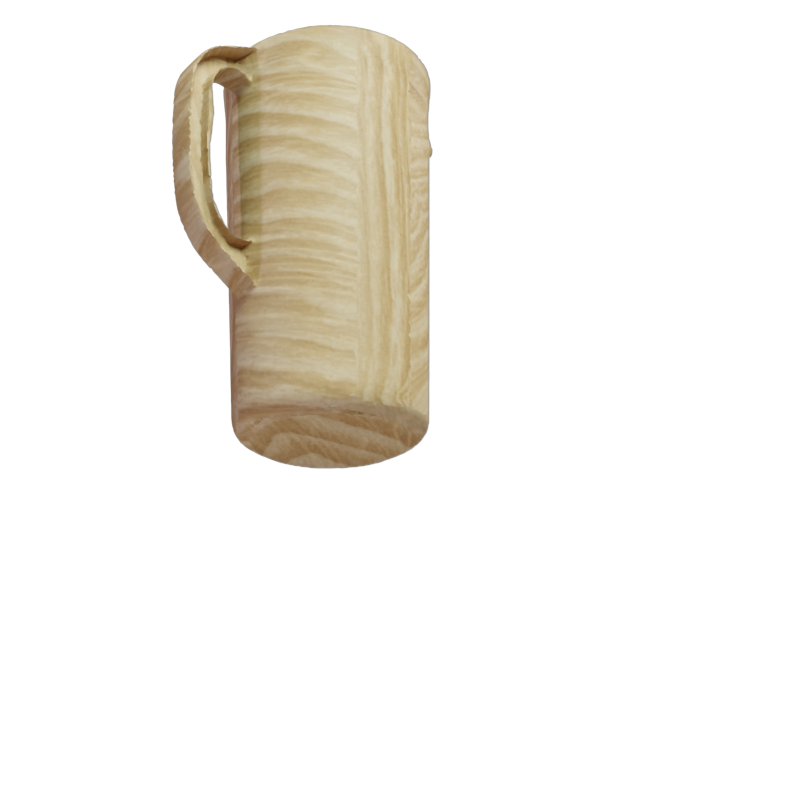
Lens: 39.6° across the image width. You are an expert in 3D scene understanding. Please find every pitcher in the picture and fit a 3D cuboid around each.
[{"bbox_3d":[-0.051,-0.093,0.652,0.150,0.258,0.136,-4,-27,4],"label":"pitcher"}]
